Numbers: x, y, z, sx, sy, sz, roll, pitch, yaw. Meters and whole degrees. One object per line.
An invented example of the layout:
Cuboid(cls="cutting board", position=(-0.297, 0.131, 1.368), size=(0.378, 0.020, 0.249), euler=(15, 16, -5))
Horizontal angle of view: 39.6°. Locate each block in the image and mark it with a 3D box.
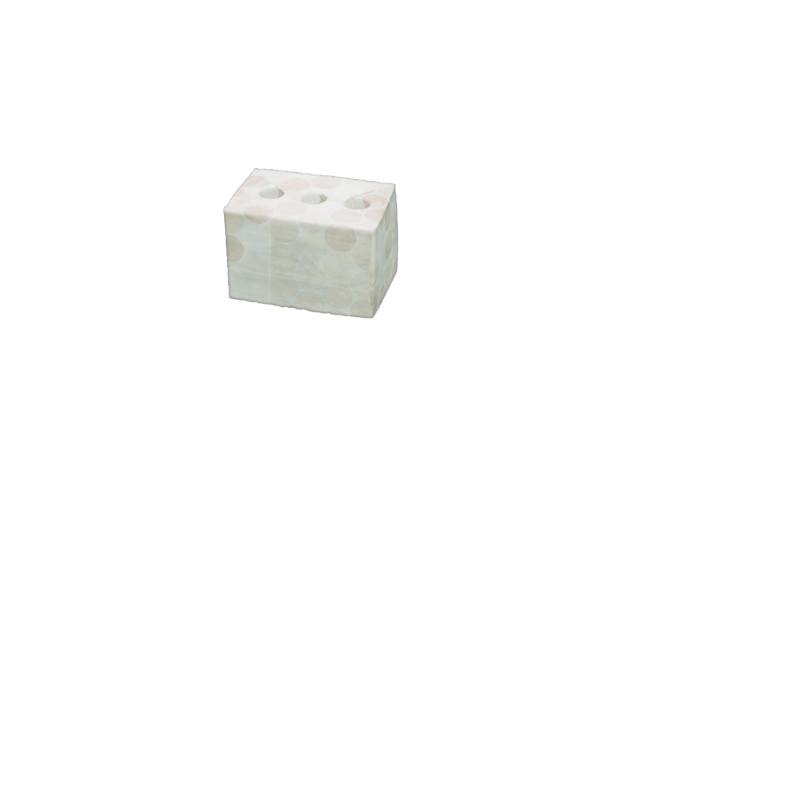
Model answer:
Cuboid(cls="block", position=(-0.044, -0.079, 0.557), size=(0.079, 0.048, 0.055), euler=(8, 33, 12))
